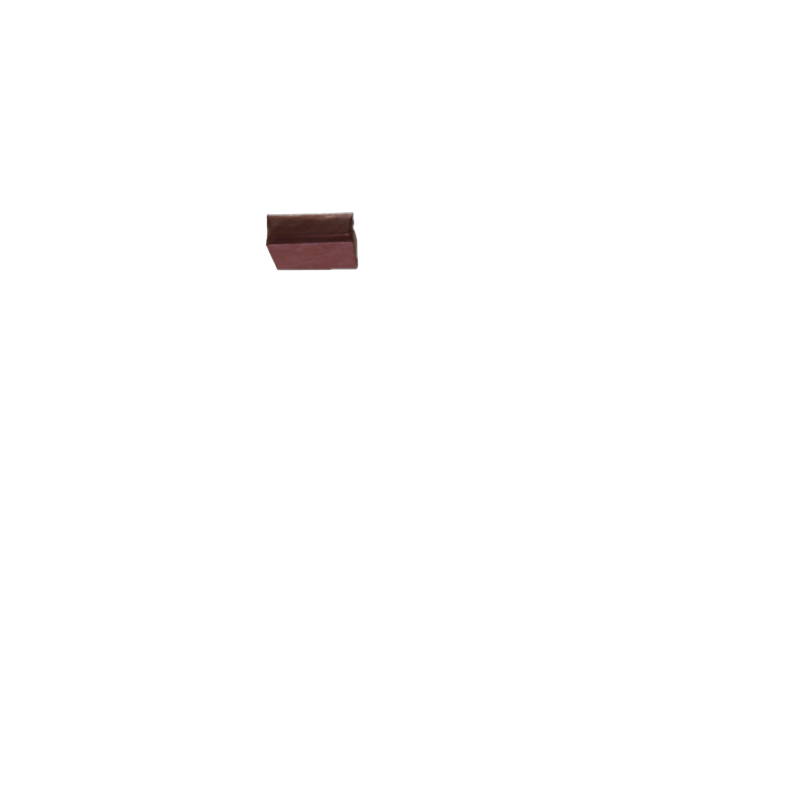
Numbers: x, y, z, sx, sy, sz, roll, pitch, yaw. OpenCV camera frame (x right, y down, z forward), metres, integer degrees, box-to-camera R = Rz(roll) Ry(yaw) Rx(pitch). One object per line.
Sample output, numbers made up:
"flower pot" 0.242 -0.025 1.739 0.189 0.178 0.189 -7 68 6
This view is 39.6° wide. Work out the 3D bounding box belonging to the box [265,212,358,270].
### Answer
"box" -0.074 -0.136 0.949 0.073 0.031 0.086 -1 -9 2
